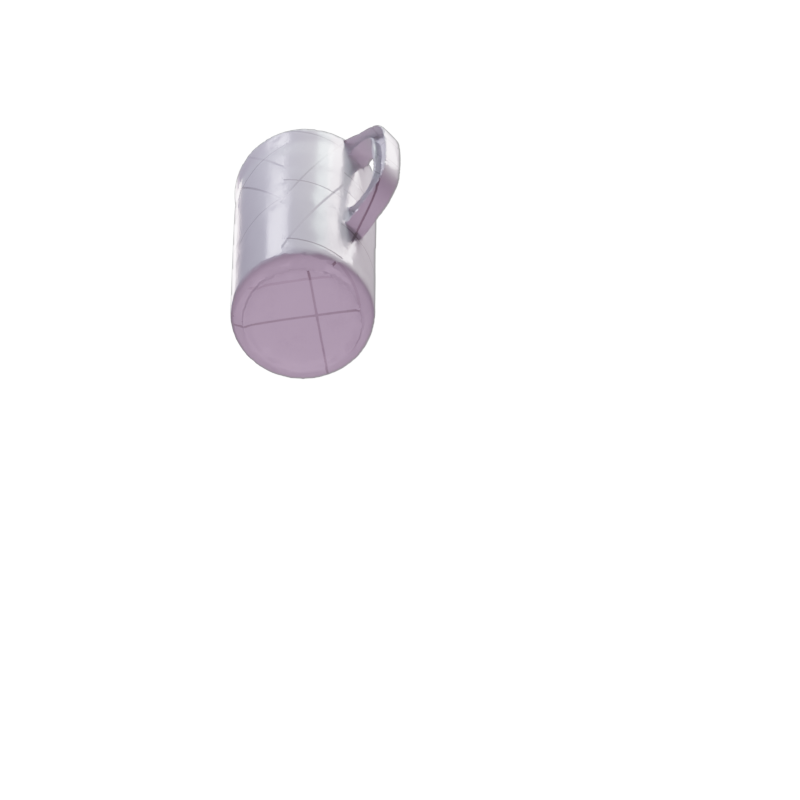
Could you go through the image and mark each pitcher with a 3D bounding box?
[{"bbox_3d":[-0.072,-0.131,0.917,0.144,0.141,0.258,1,30,-4],"label":"pitcher"}]
